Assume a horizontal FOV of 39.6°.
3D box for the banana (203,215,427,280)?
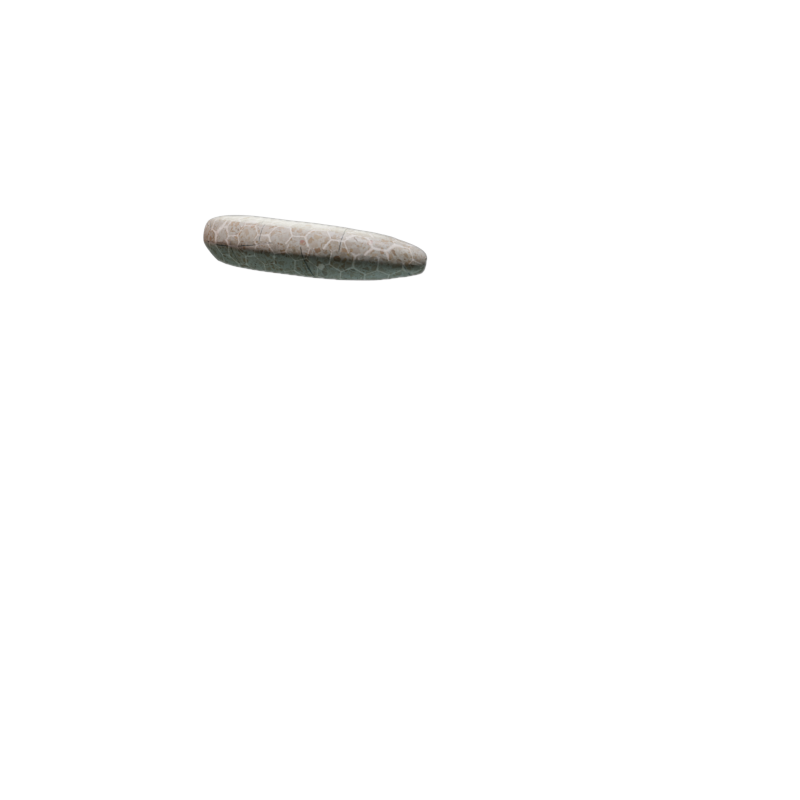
[{"bbox_3d":[-0.076,-0.108,0.768,0.208,0.036,0.068,14,20,41],"label":"banana"}]
